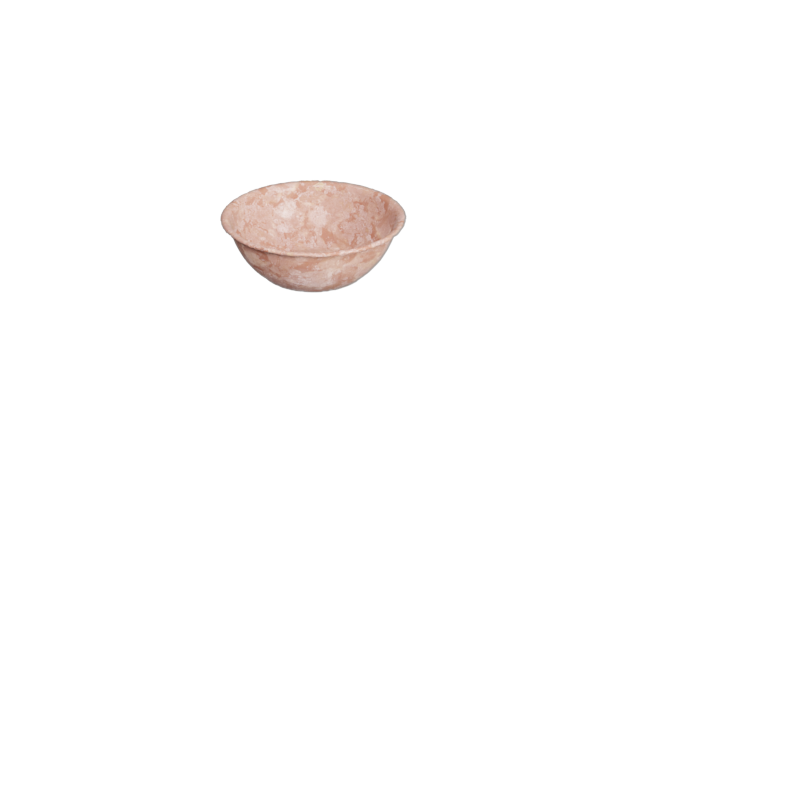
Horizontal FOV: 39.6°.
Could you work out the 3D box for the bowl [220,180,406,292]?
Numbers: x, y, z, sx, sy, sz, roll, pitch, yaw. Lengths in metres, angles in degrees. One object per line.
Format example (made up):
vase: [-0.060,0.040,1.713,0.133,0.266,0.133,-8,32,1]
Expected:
bowl: [-0.077,-0.140,0.978,0.162,0.052,0.172,-1,31,-2]
